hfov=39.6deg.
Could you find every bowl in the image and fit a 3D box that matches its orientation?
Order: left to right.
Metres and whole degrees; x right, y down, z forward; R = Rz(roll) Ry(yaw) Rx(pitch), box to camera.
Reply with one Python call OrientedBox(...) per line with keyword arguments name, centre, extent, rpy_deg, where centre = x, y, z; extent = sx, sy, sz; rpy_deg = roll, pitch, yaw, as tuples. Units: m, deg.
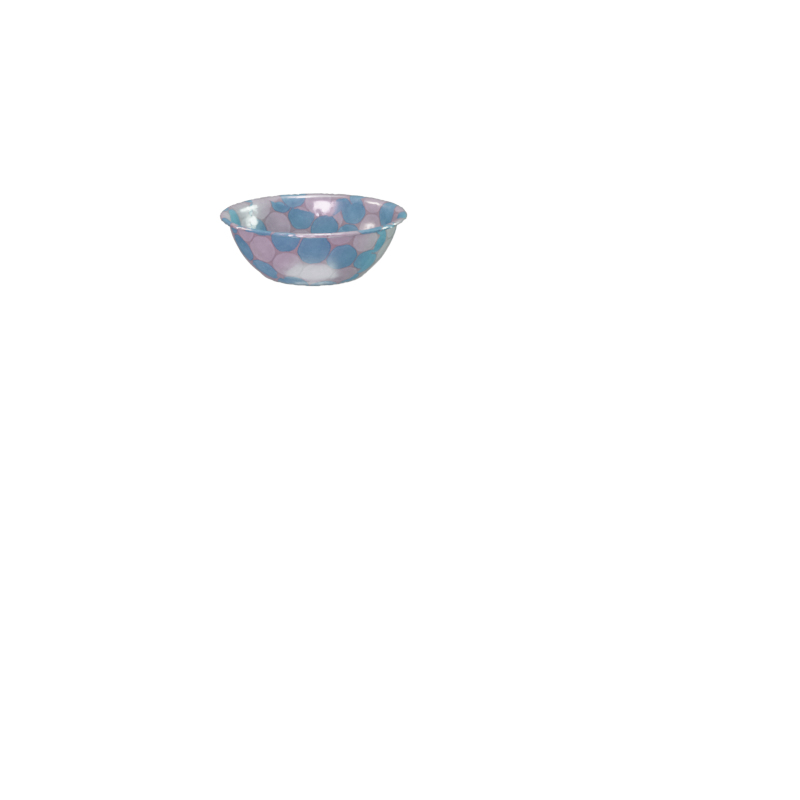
OrientedBox(name="bowl", centre=(-0.076, -0.138, 0.965), extent=(0.162, 0.053, 0.169), rpy_deg=(-1, 21, -2))
